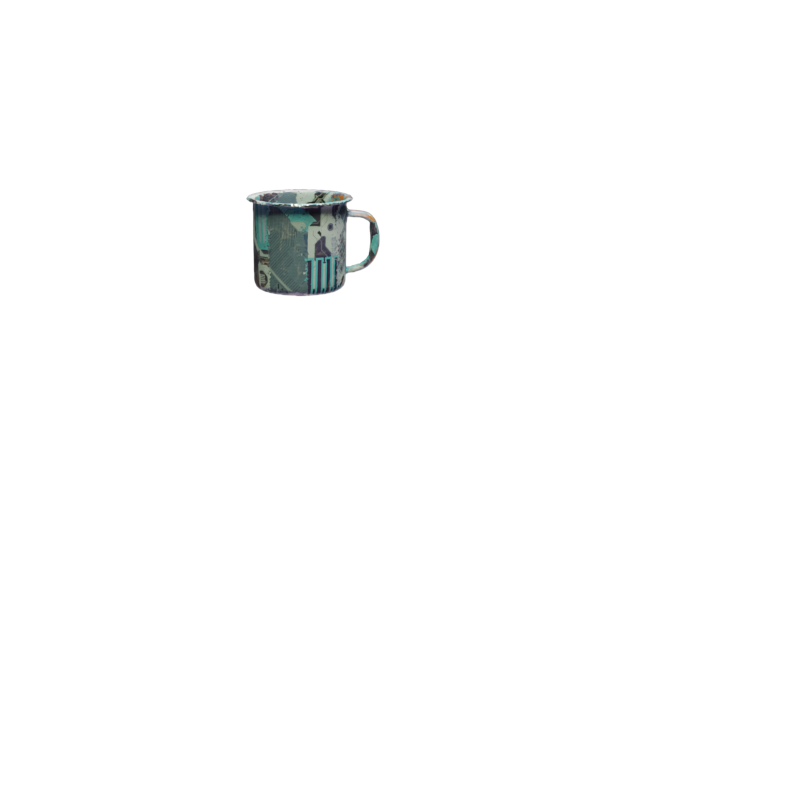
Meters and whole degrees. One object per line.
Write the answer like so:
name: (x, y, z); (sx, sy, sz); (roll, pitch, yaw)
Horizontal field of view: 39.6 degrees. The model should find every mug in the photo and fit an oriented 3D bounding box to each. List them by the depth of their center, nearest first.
mug: (-0.076, -0.139, 0.977); (0.116, 0.079, 0.097); (-1, 15, -5)
